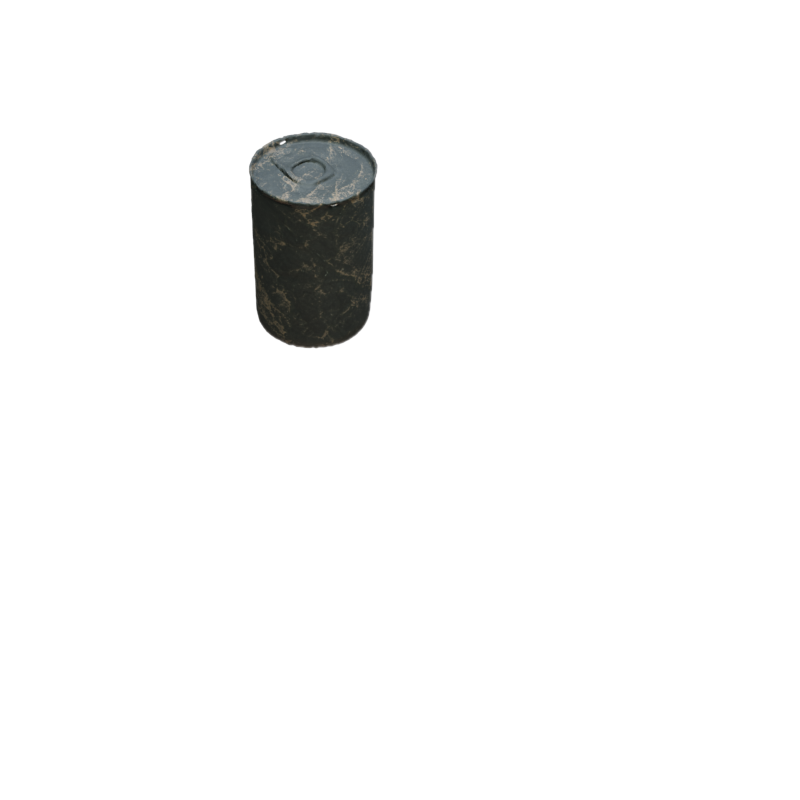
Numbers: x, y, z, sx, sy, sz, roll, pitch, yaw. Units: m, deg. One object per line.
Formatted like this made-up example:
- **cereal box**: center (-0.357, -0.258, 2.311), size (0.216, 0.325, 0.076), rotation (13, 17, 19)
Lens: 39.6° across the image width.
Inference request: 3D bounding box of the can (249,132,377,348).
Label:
- **can**: center (-0.048, -0.088, 0.615), size (0.068, 0.095, 0.073), rotation (0, 42, -3)
